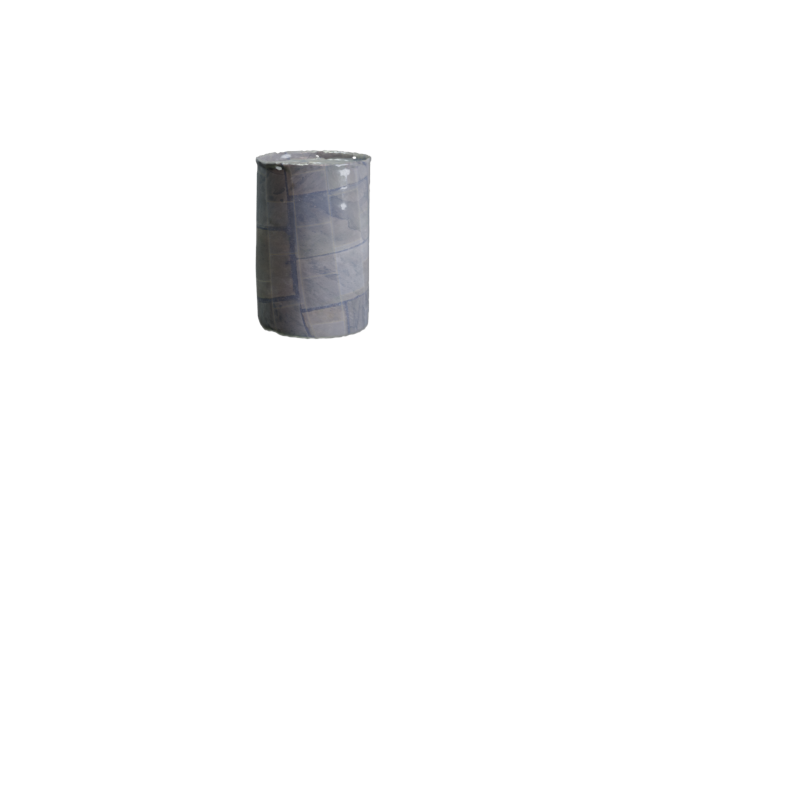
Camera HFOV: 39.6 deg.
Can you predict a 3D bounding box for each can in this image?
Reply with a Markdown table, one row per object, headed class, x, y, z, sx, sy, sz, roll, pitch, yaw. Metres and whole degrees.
| class | x | y | z | sx | sy | sz | roll | pitch | yaw |
| --- | --- | --- | --- | --- | --- | --- | --- | --- | --- |
| can | -0.052 | -0.094 | 0.658 | 0.068 | 0.099 | 0.071 | 0 | 13 | -2 |
